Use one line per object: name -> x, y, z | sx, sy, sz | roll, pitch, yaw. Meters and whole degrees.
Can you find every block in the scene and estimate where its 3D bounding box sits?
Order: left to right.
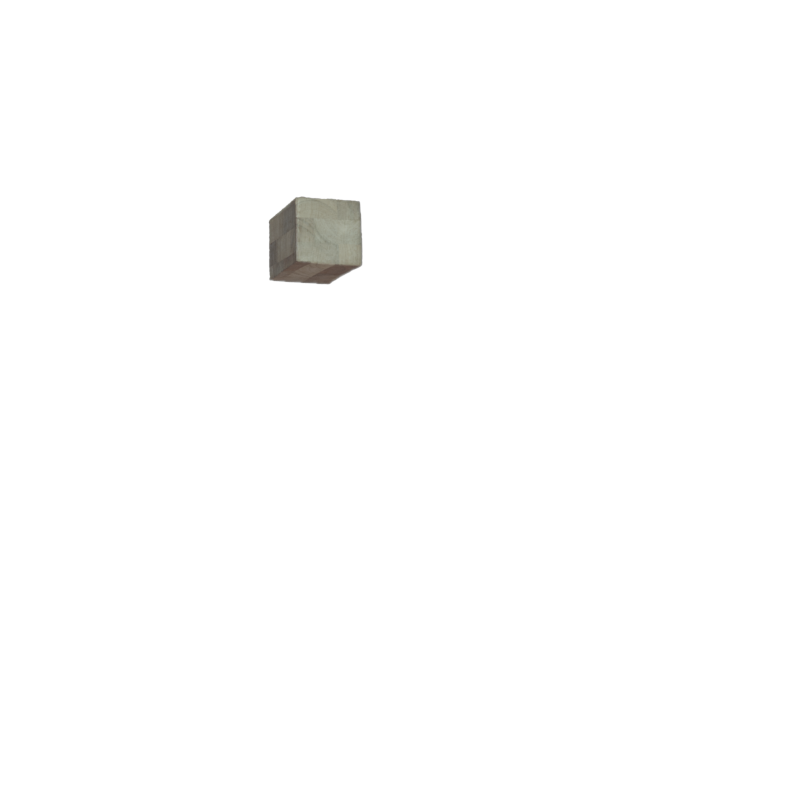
block -> -0.067, -0.122, 0.853 | 0.051, 0.053, 0.078 | 3, -8, -22
